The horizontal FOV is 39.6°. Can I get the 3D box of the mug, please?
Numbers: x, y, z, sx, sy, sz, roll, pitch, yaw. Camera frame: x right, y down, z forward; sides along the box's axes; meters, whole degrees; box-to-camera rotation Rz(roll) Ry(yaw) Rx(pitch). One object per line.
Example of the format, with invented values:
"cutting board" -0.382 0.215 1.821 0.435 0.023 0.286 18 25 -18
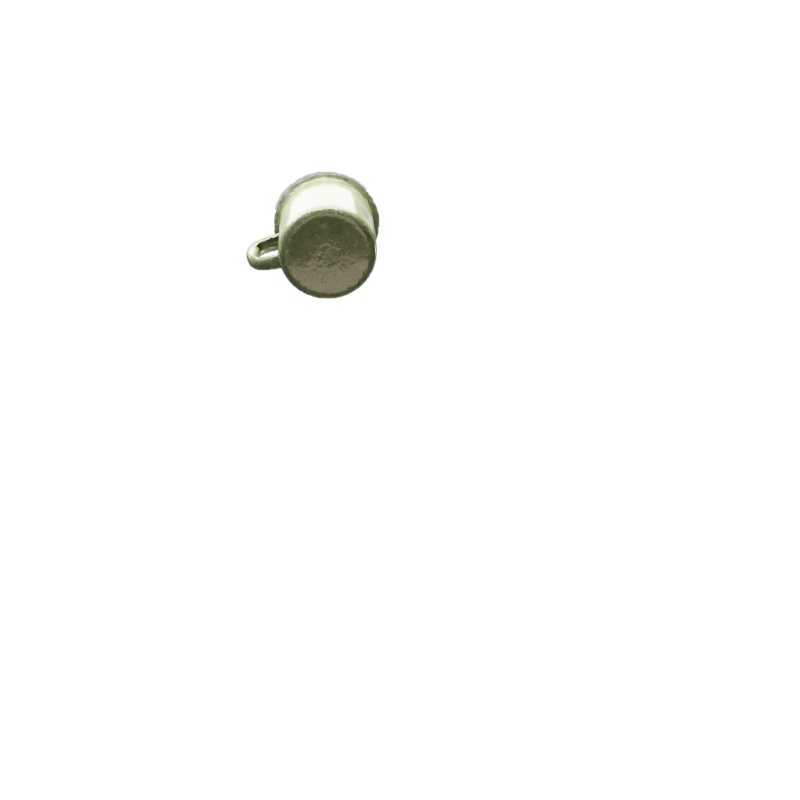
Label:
"mug" -0.074 -0.134 0.940 0.117 0.089 0.086 -11 23 3
